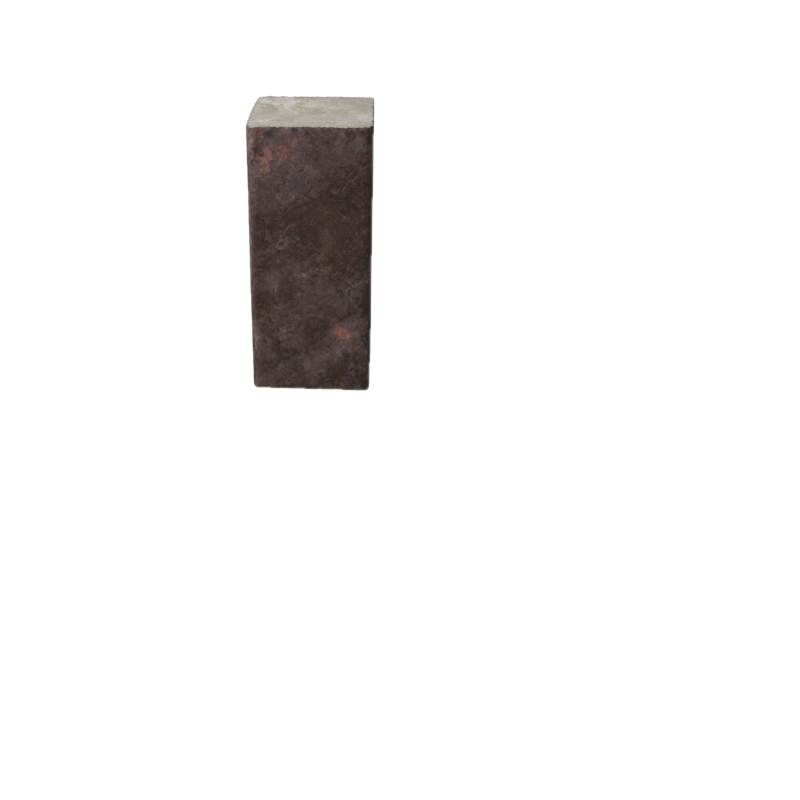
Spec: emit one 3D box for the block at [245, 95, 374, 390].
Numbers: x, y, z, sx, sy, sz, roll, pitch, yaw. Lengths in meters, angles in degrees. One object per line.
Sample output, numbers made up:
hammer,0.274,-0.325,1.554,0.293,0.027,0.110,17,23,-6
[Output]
block,-0.066,-0.120,0.843,0.091,0.196,0.095,2,23,1
